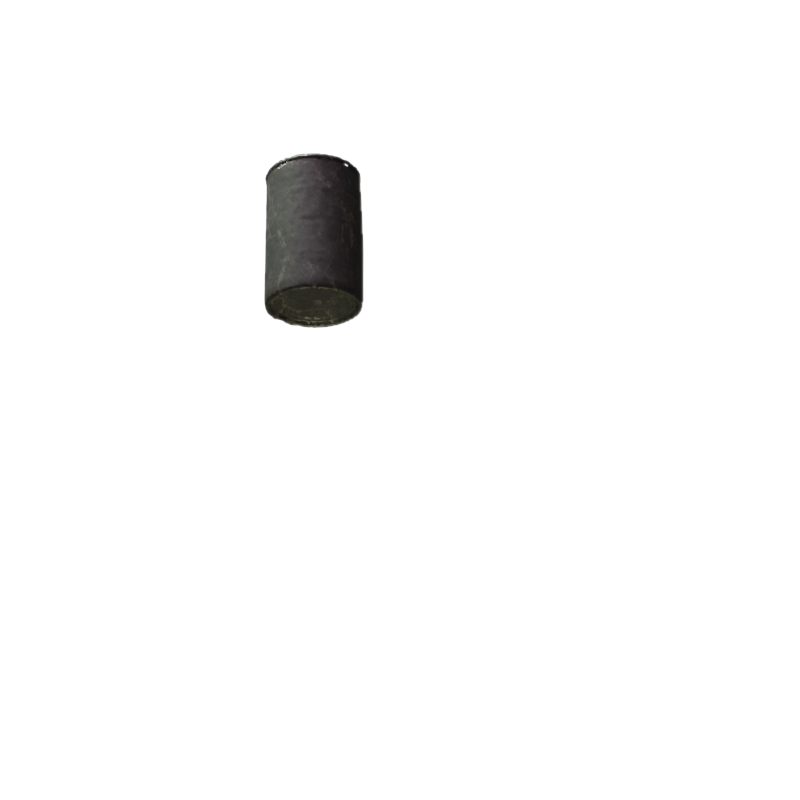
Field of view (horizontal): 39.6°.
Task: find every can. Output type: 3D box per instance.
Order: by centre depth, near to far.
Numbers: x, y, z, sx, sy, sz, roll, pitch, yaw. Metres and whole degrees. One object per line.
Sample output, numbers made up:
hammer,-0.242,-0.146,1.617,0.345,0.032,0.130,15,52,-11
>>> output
can,-0.060,-0.109,0.765,0.068,0.108,0.065,0,-25,-2
